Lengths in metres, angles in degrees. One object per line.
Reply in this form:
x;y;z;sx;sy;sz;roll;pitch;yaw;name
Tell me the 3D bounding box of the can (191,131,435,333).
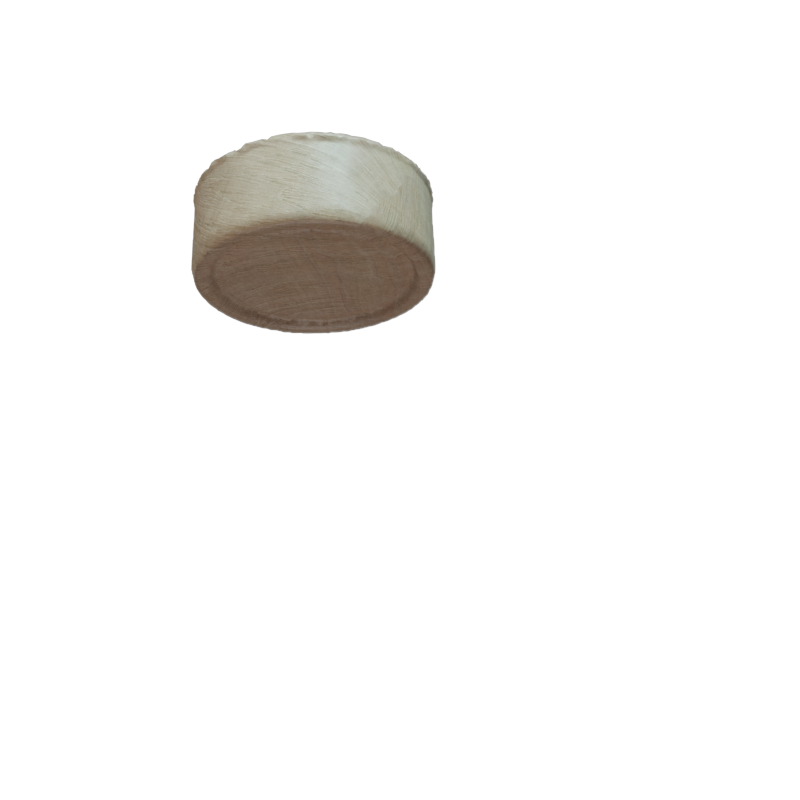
-0.031;-0.056;0.390;0.086;0.036;0.081;1;-25;-2;can
